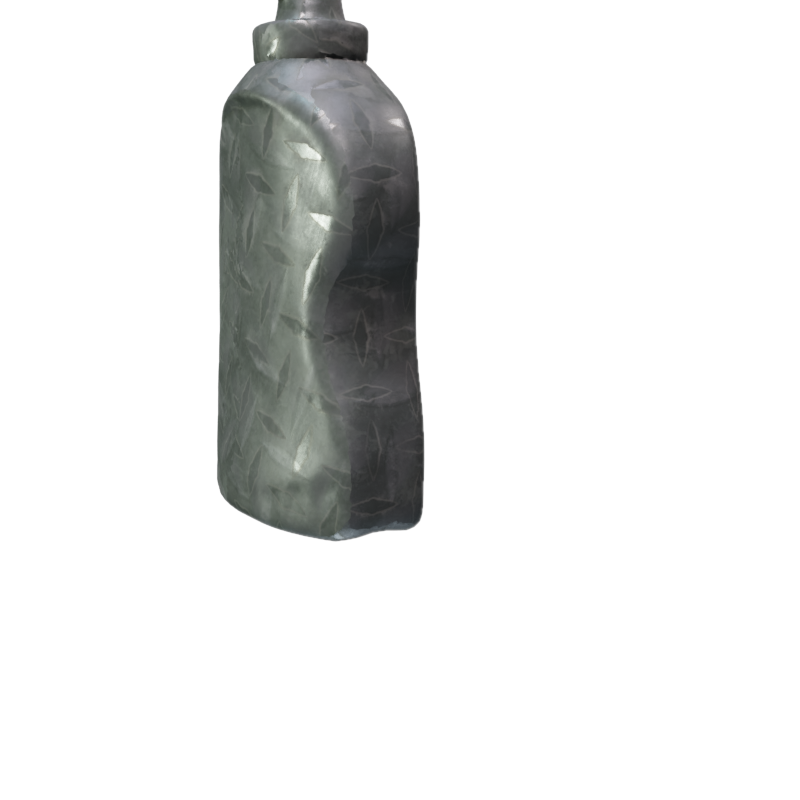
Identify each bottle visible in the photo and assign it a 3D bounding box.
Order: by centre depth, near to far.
[{"bbox_3d":[-0.031,-0.056,0.392,0.056,0.191,0.100,-1,3,-31],"label":"bottle"}]
